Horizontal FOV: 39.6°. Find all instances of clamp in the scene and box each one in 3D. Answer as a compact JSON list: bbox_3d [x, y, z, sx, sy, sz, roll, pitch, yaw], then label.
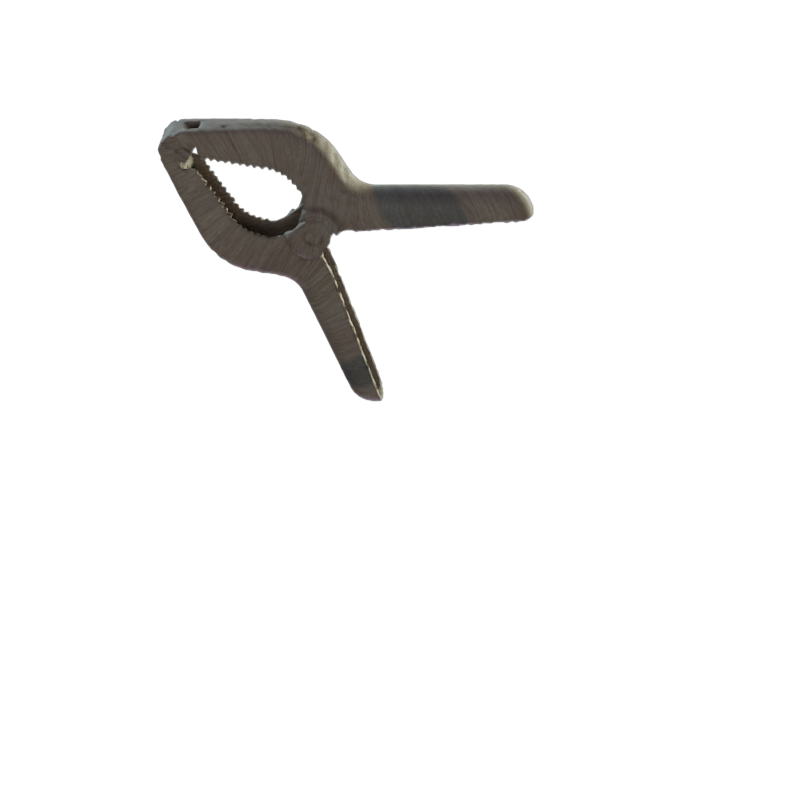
[{"bbox_3d":[-0.051,-0.093,0.650,0.205,0.159,0.038,24,24,-12],"label":"clamp"}]
